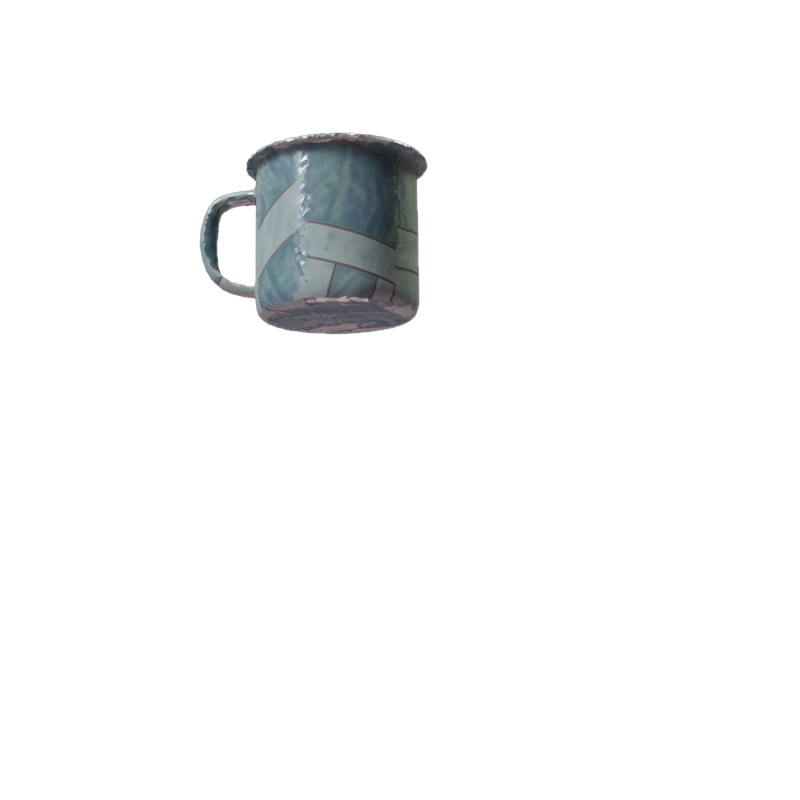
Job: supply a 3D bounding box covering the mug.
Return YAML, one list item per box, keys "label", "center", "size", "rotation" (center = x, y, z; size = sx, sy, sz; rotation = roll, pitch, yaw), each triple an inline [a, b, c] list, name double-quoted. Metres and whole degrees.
- label: "mug"
  center: [-0.044, -0.080, 0.560]
  size: [0.118, 0.084, 0.090]
  rotation: [-1, -12, 4]
